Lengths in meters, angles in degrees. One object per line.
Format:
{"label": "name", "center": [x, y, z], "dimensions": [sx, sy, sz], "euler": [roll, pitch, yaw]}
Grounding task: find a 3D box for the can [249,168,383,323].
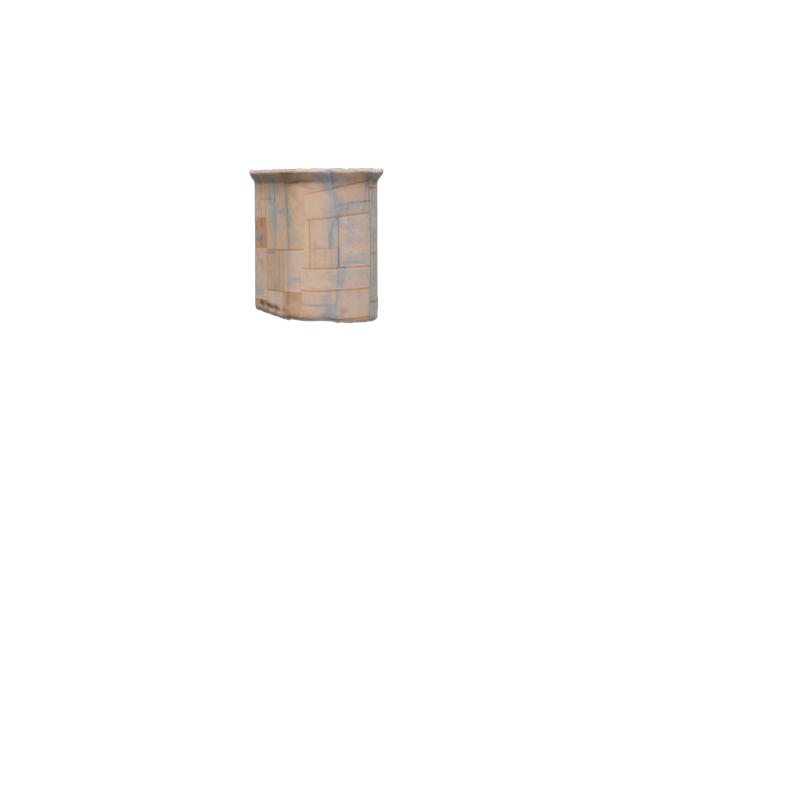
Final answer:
{"label": "can", "center": [-0.050, -0.091, 0.637], "dimensions": [0.056, 0.083, 0.106], "euler": [-2, 8, -22]}
